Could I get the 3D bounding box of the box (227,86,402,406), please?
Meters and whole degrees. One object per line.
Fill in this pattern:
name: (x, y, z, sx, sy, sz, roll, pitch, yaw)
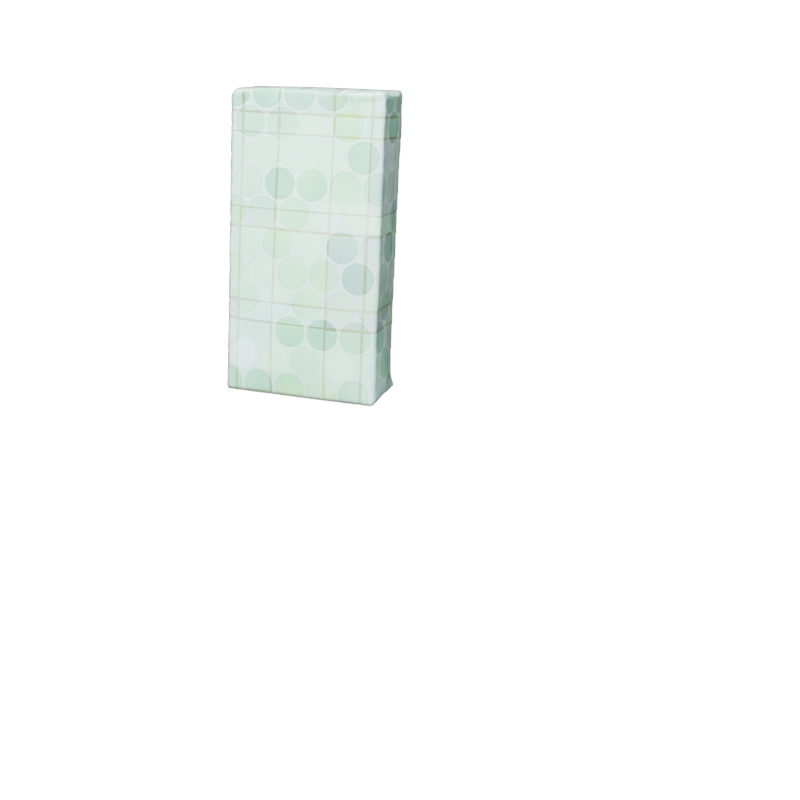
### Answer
box: (-0.050, -0.091, 0.639, 0.096, 0.171, 0.048, 5, 13, 18)
